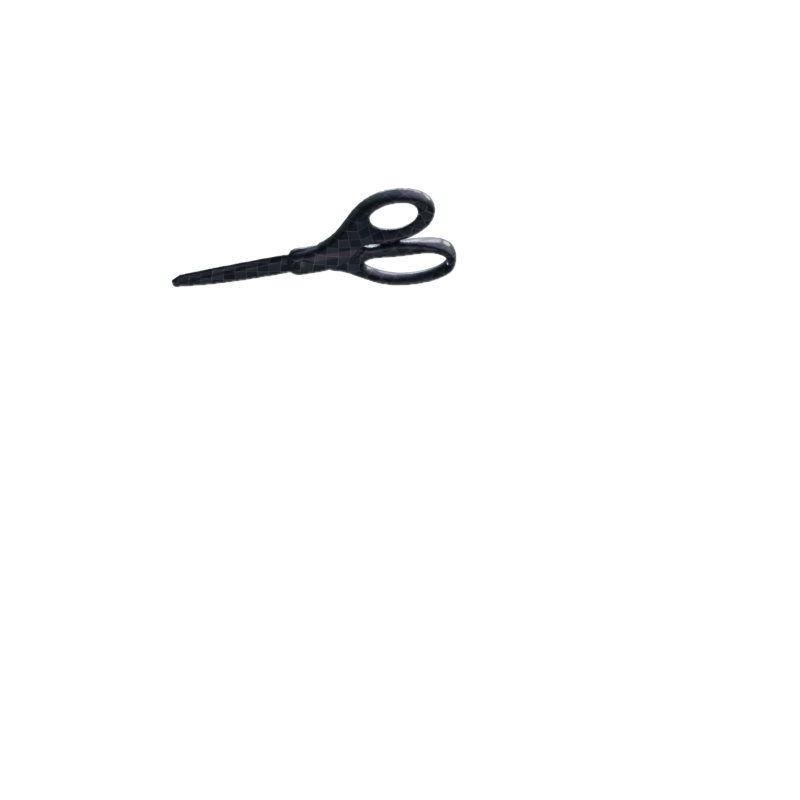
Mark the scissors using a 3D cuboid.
[{"bbox_3d":[-0.060,-0.110,0.769,0.201,0.017,0.090,1,-40,-2],"label":"scissors"}]
